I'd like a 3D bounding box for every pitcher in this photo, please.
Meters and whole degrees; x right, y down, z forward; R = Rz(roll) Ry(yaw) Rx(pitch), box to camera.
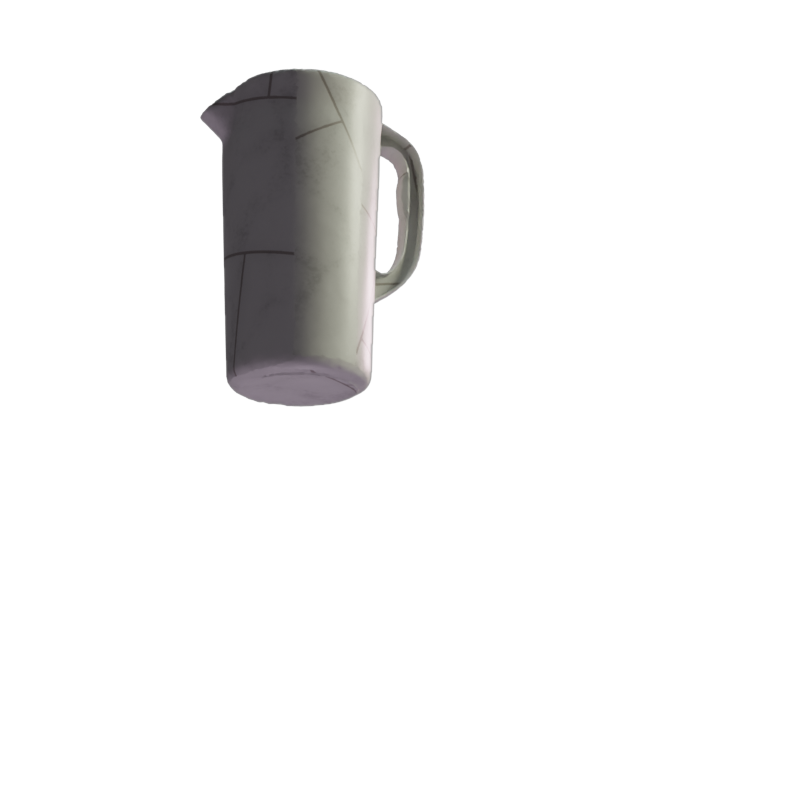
[{"bbox_3d":[-0.068,-0.124,0.866,0.152,0.255,0.136,-8,-22,19],"label":"pitcher"}]
